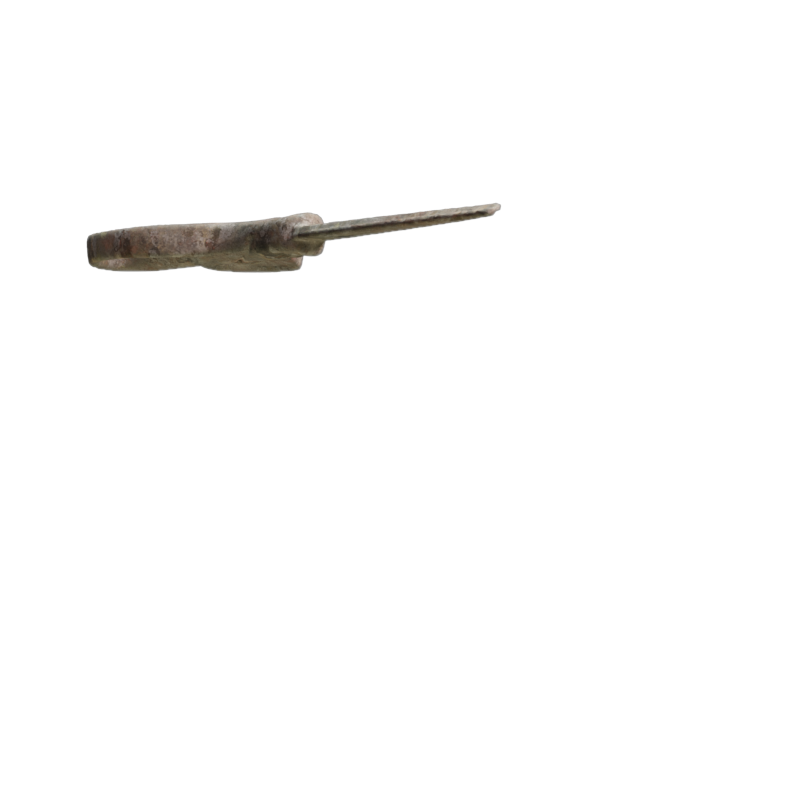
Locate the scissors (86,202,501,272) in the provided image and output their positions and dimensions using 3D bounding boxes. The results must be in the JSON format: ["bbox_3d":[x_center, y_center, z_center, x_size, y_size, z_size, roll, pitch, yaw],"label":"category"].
[{"bbox_3d":[-0.032,-0.059,0.414,0.209,0.016,0.092,2,3,35],"label":"scissors"}]
